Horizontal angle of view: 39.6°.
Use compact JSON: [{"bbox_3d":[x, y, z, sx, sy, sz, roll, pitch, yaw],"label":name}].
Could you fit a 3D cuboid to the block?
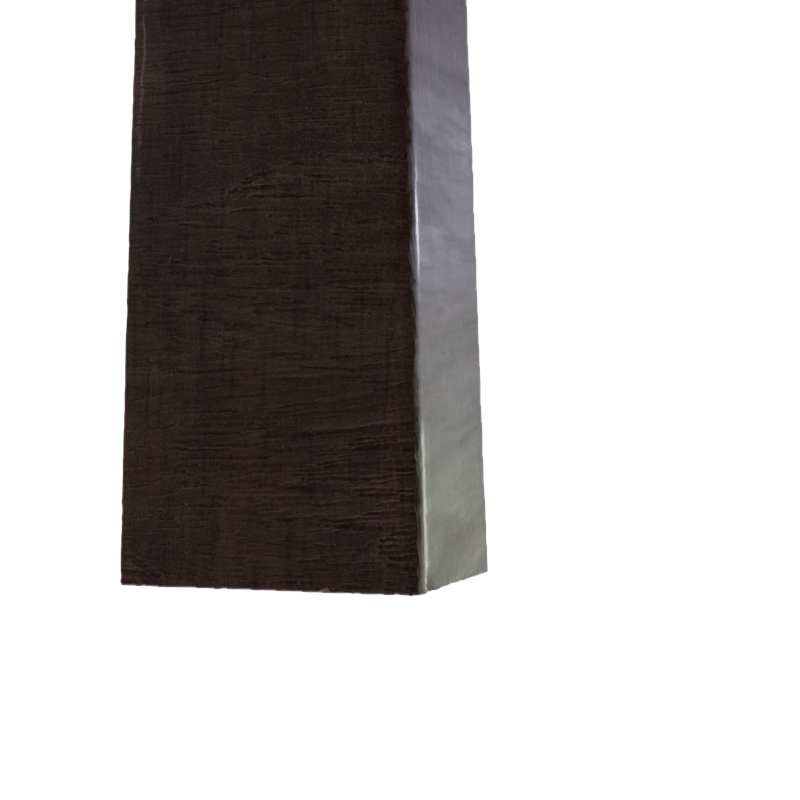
[{"bbox_3d":[-0.028,-0.051,0.354,0.092,0.212,0.086,-4,-11,18],"label":"block"}]
